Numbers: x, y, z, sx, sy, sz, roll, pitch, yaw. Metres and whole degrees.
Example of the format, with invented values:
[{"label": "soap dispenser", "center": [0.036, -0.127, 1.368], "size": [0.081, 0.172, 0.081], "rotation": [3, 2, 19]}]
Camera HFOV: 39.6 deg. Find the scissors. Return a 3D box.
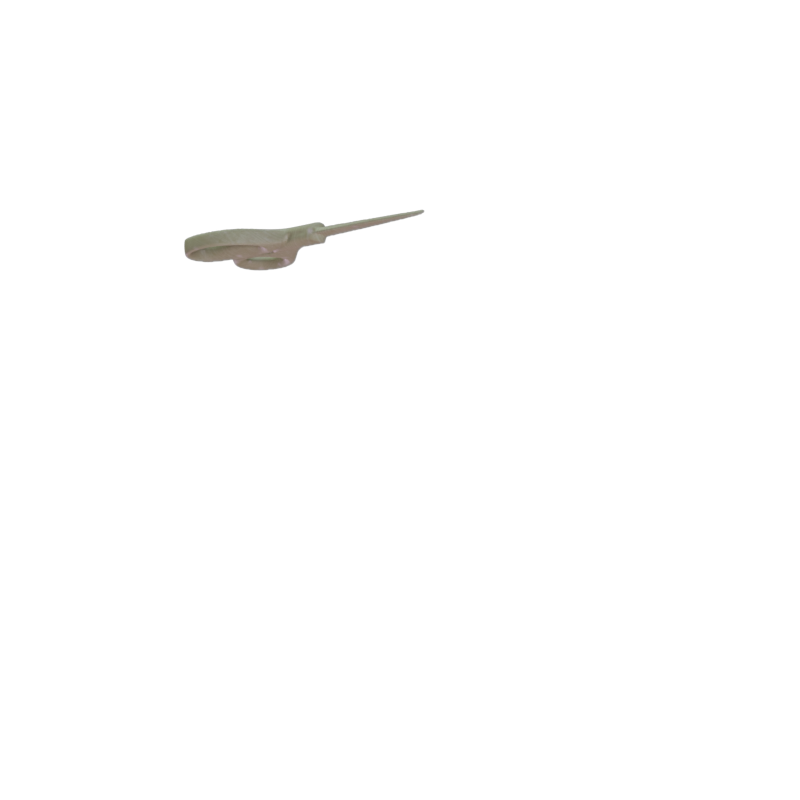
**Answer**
[{"label": "scissors", "center": [-0.066, -0.120, 0.838], "size": [0.206, 0.016, 0.092], "rotation": [-3, -7, 21]}]
